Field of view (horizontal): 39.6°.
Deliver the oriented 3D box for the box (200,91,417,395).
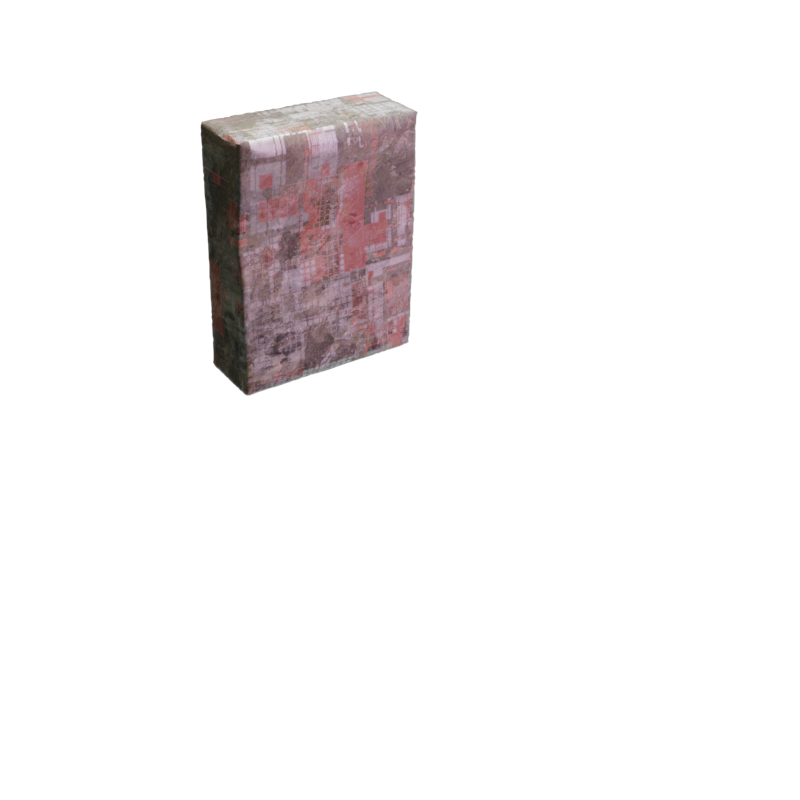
[{"bbox_3d":[-0.070,-0.128,0.897,0.161,0.202,0.077,-16,31,-30],"label":"box"}]
